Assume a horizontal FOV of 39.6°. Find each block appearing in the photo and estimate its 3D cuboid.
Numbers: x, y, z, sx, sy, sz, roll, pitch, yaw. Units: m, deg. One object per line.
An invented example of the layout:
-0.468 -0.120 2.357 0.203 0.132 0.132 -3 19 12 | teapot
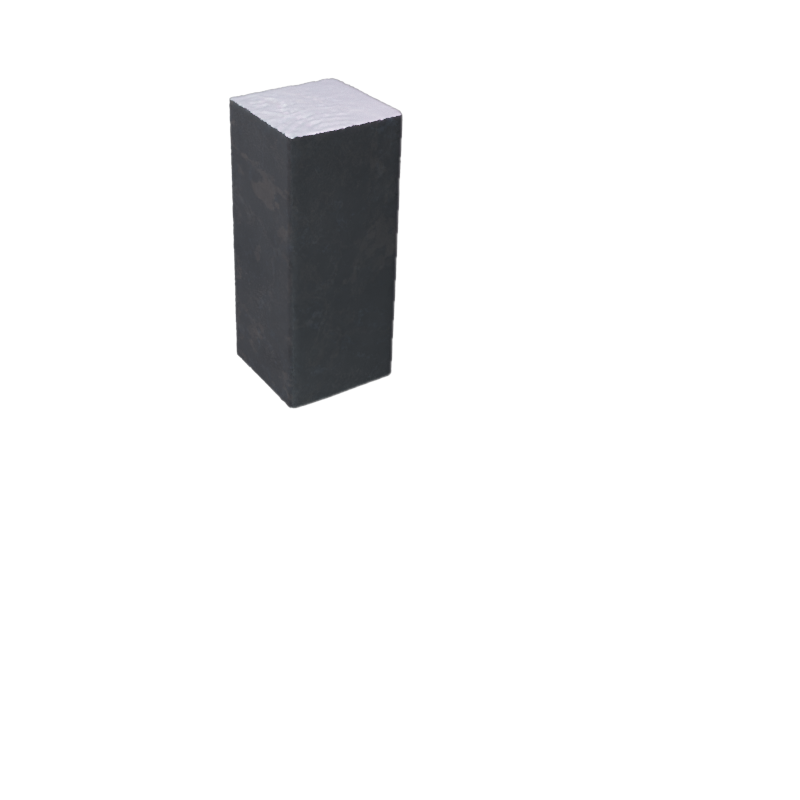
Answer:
-0.061 -0.113 0.792 0.089 0.194 0.097 -16 34 -29 | block
